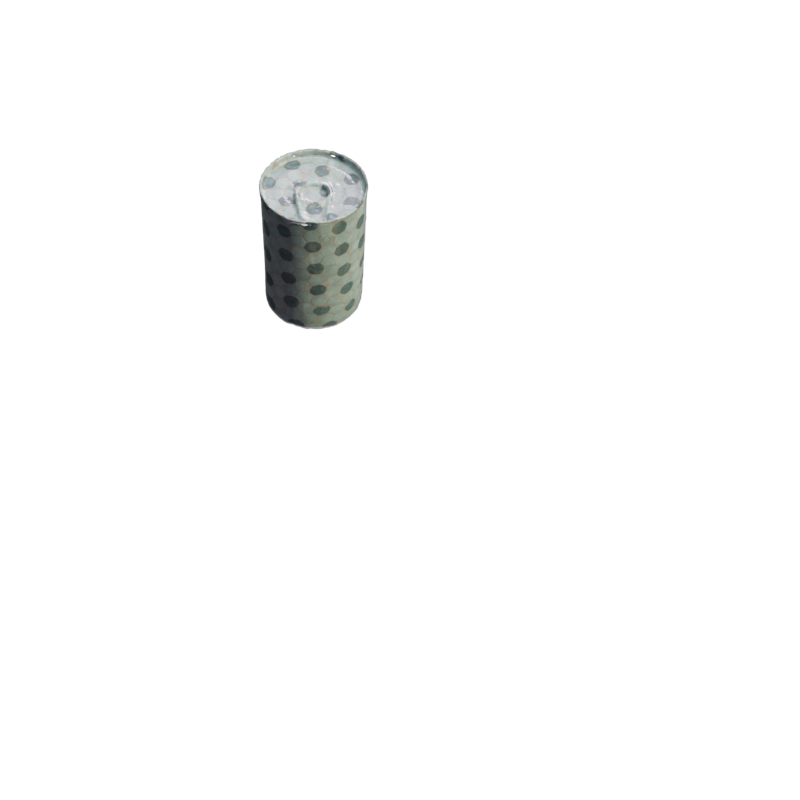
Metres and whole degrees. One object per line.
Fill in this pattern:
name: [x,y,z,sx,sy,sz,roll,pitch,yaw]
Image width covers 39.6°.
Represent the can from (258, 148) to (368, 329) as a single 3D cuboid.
can: [-0.057,-0.103,0.723,0.068,0.074,0.095,0,-41,-3]
